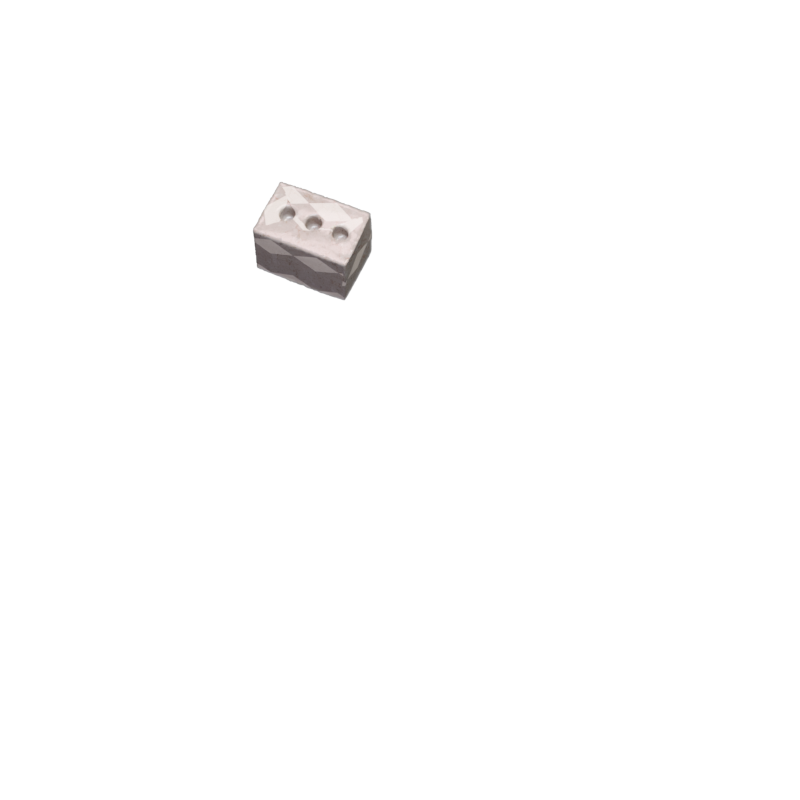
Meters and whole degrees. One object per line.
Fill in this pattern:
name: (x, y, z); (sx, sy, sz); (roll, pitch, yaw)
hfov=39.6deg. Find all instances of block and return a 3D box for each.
block: (-0.066, -0.121, 0.845); (0.080, 0.055, 0.048); (20, -30, 11)
